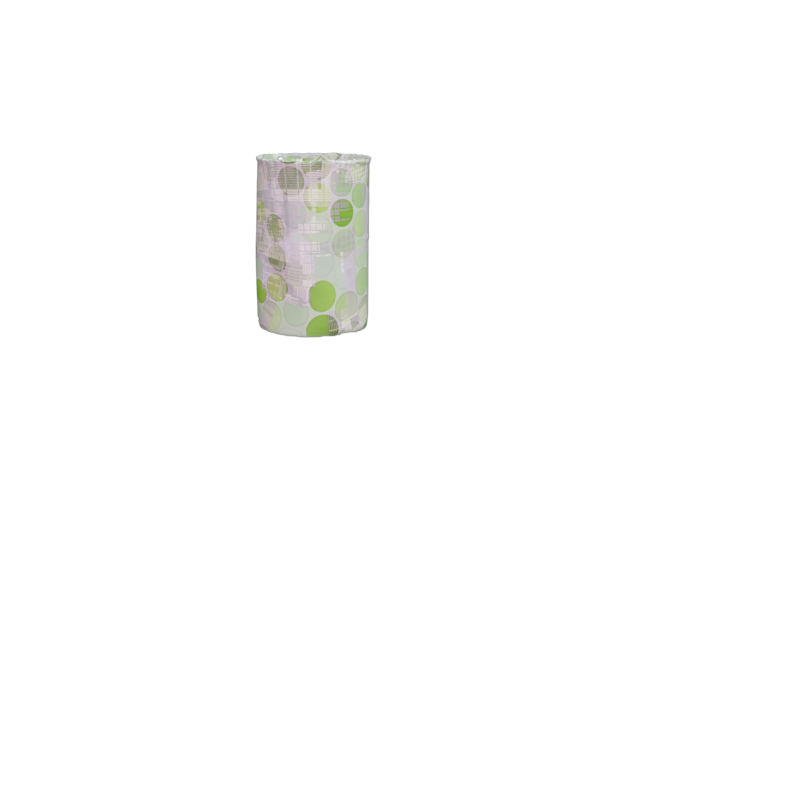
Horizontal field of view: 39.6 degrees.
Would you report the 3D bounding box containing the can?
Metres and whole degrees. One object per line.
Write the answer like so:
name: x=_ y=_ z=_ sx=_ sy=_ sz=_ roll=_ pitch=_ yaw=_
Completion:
can: x=-0.052 y=-0.094 z=0.659 sx=0.068 sy=0.100 sz=0.070 roll=0 pitch=11 yaw=-2
